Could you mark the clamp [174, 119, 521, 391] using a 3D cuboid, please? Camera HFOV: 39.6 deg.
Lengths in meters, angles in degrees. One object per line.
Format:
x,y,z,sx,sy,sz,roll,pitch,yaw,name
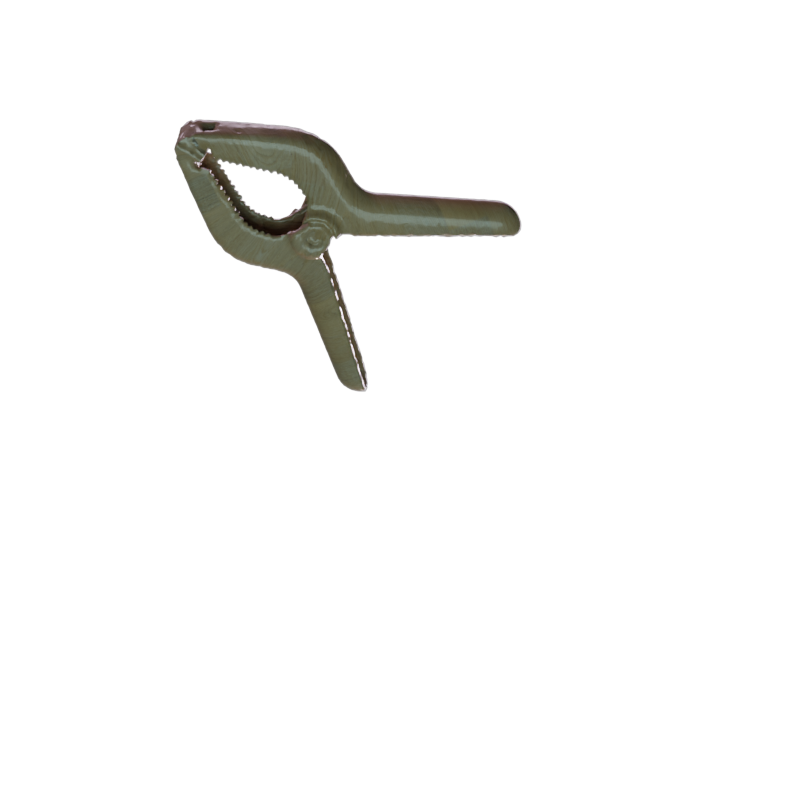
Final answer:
-0.054,-0.099,0.691,0.203,0.160,0.039,27,26,-15,clamp
